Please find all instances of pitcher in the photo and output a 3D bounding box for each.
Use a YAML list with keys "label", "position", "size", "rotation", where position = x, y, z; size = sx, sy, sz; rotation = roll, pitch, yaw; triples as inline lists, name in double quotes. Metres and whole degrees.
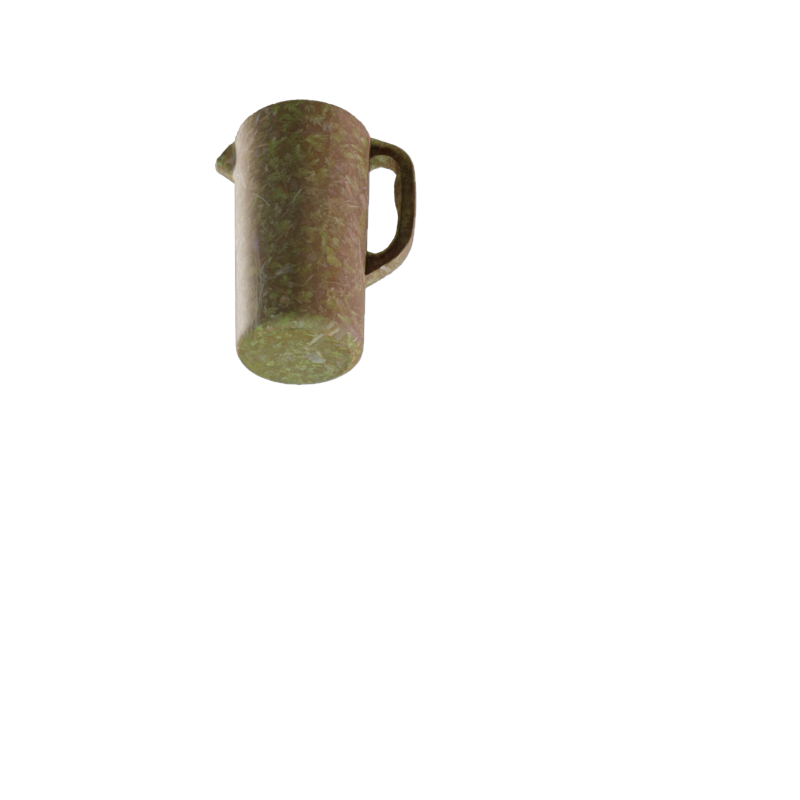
- label: "pitcher"
  position: [-0.078, -0.142, 0.994]
  size: [0.136, 0.260, 0.148]
  rotation: [27, -43, -36]
